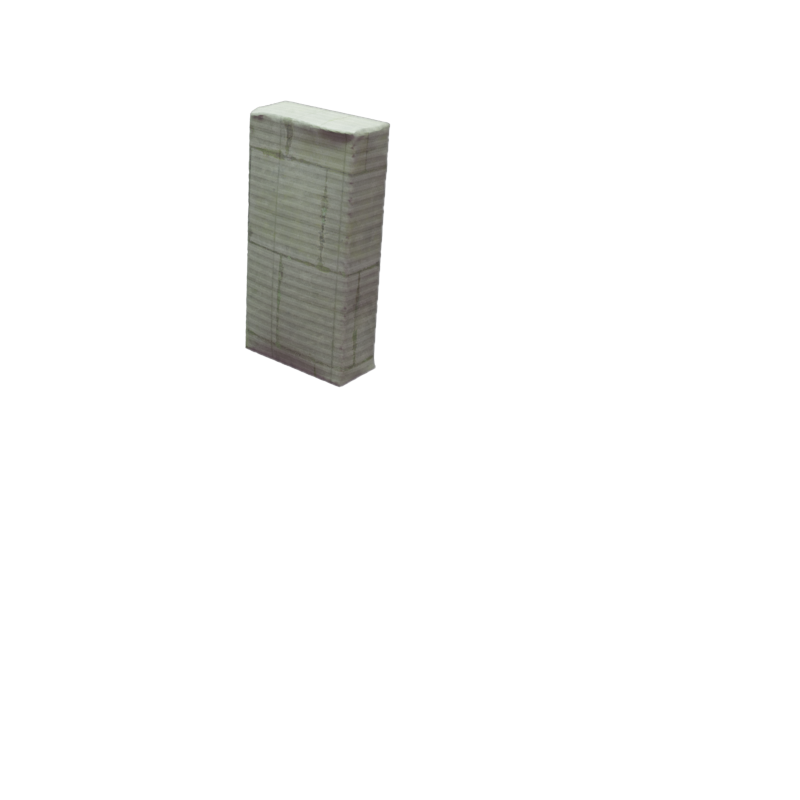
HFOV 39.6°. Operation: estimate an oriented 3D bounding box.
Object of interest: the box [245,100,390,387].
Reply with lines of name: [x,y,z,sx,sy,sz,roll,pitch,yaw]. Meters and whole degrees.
box: [-0.059,-0.107,0.750,0.099,0.168,0.048,19,27,35]
